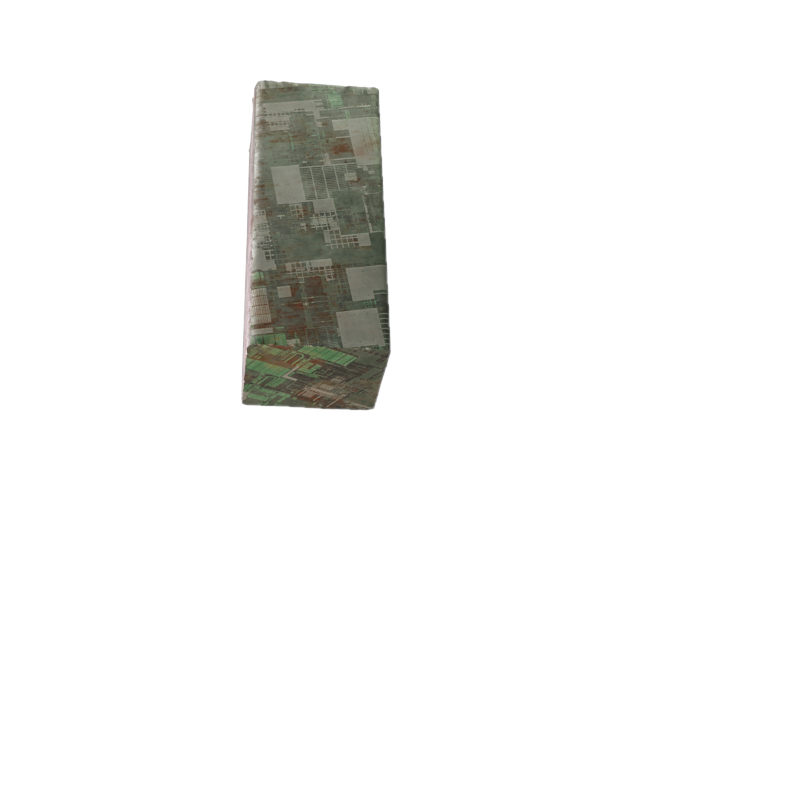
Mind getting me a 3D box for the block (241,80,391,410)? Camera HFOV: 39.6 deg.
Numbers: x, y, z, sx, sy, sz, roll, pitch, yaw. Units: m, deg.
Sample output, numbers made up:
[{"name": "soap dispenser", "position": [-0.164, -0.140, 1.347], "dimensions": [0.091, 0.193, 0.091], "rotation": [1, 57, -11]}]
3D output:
[{"name": "block", "position": [-0.060, -0.107, 0.752], "dimensions": [0.089, 0.220, 0.086], "rotation": [2, -30, -7]}]
